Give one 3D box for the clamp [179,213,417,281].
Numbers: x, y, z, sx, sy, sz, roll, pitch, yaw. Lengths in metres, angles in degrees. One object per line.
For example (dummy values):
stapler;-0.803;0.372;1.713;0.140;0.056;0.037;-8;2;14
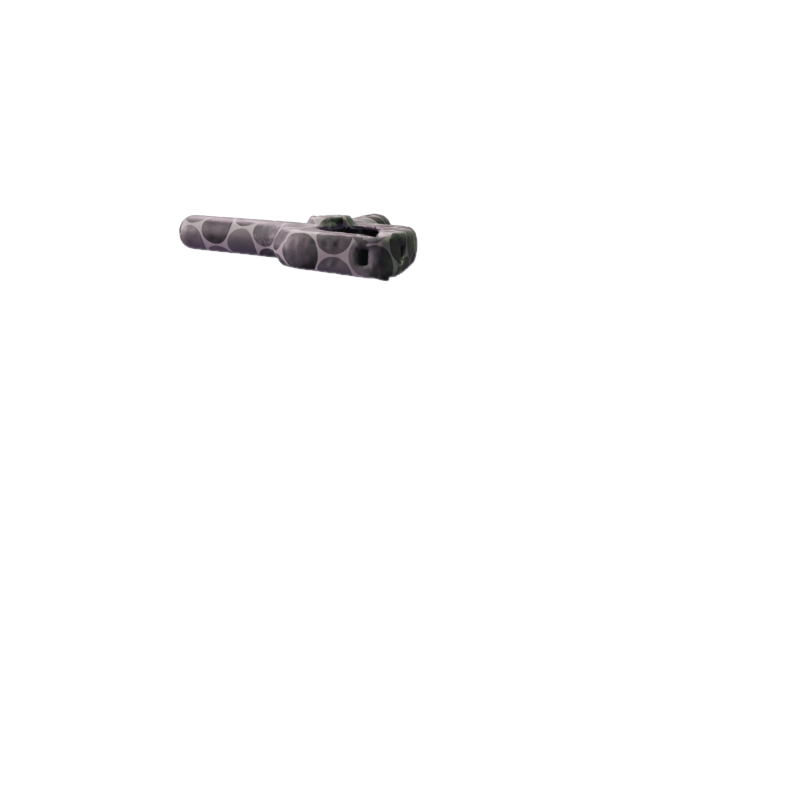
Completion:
clamp;-0.059;-0.107;0.751;0.162;0.036;0.219;-4;14;-15
